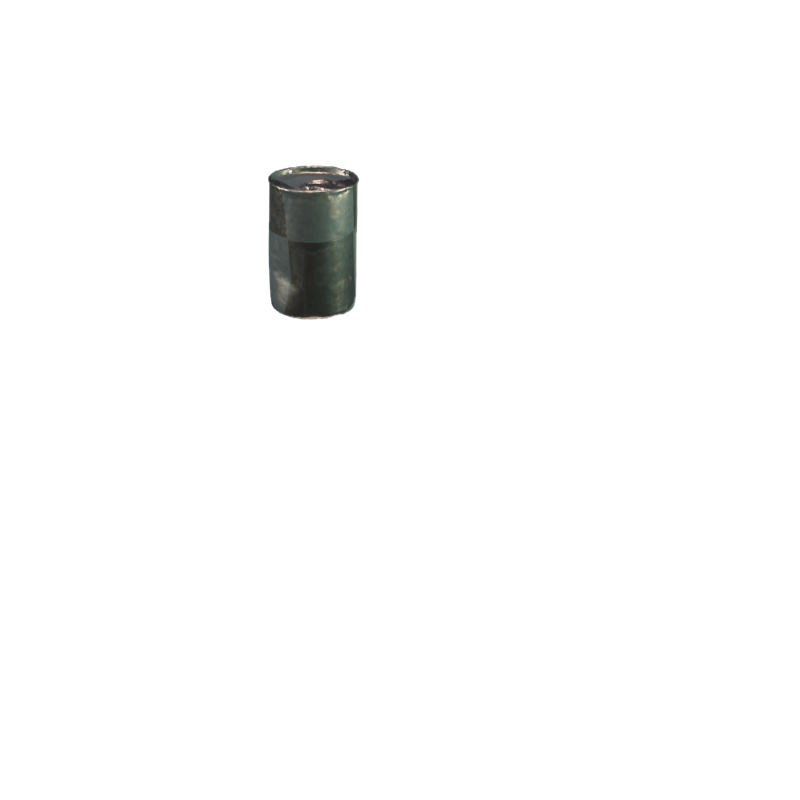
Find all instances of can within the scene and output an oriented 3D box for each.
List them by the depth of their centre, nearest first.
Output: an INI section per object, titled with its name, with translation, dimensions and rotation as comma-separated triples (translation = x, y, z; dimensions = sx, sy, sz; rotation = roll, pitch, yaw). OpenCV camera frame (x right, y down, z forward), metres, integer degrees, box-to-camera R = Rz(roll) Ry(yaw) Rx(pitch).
[can]
translation = -0.066, -0.120, 0.842
dimensions = 0.068, 0.097, 0.072
rotation = 0, 22, -2
